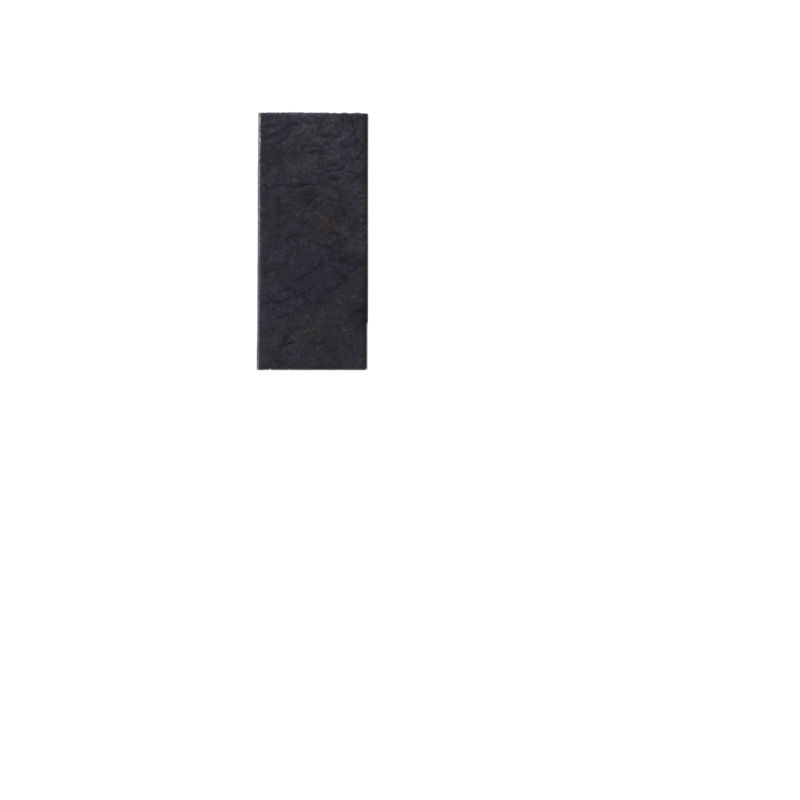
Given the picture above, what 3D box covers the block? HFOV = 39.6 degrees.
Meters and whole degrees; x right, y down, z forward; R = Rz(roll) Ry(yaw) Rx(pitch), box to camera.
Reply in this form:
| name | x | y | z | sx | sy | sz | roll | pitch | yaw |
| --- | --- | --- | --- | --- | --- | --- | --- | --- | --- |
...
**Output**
| name | x | y | z | sx | sy | sz | roll | pitch | yaw |
| --- | --- | --- | --- | --- | --- | --- | --- | --- | --- |
| block | -0.072 | -0.132 | 0.926 | 0.091 | 0.207 | 0.090 | 0 | 0 | -2 |
